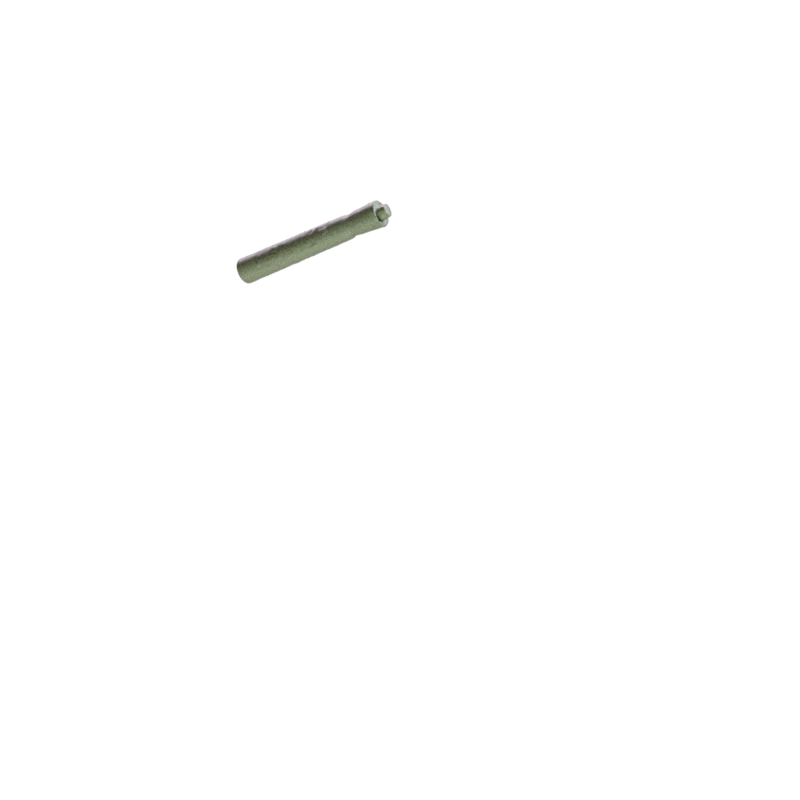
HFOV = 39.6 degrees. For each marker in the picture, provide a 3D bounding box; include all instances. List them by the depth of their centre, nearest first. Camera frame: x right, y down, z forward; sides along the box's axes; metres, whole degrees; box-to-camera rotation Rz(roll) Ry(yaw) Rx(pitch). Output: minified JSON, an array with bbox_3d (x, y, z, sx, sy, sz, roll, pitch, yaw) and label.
[{"bbox_3d":[-0.059,-0.108,0.754,0.122,0.020,0.019,-18,-5,28],"label":"marker"}]
